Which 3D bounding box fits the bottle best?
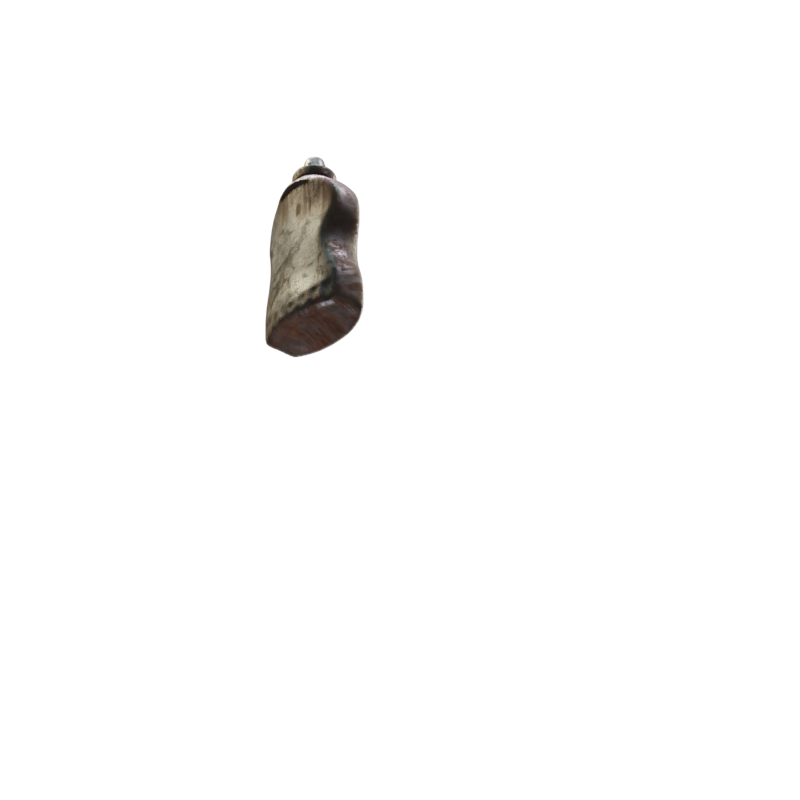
[{"bbox_3d":[-0.076,-0.139,0.974,0.055,0.205,0.095,25,-44,-33],"label":"bottle"}]
